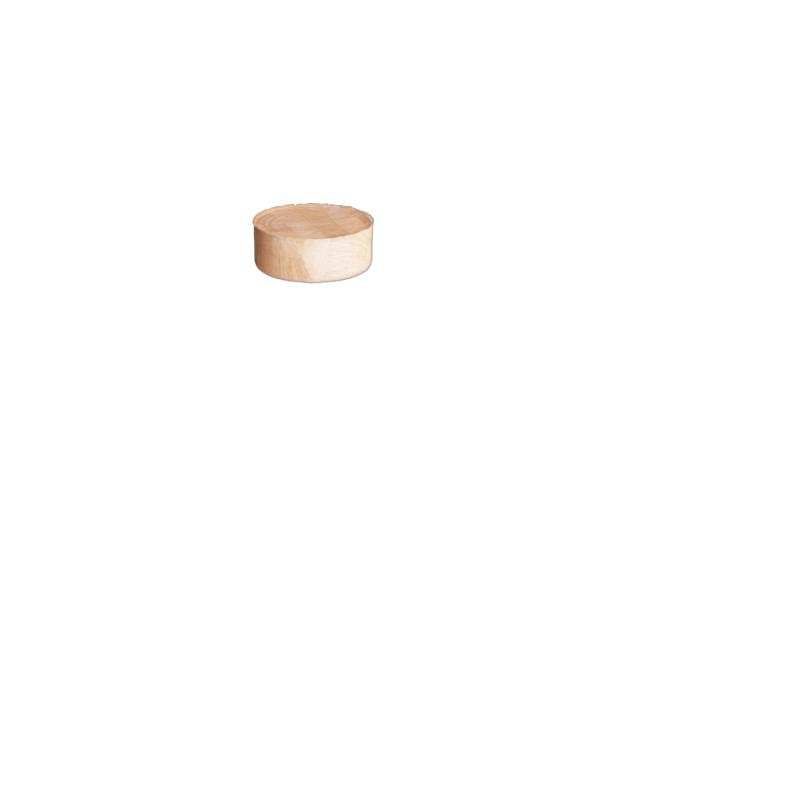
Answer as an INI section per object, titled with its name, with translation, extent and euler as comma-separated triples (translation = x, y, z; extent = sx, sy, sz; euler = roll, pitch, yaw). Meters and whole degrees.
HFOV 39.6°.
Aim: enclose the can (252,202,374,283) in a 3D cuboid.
[can]
translation = -0.062, -0.112, 0.786
extent = 0.086, 0.032, 0.090
euler = -1, 25, -2
